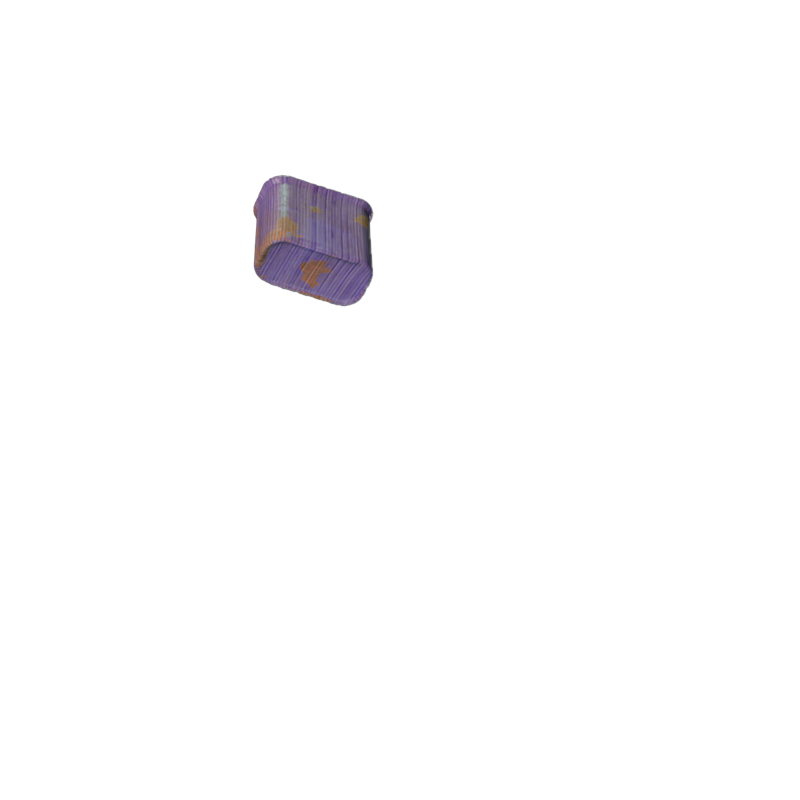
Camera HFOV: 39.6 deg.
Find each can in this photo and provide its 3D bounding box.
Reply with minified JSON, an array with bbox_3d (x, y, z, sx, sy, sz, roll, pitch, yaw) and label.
[{"bbox_3d":[-0.073,-0.133,0.933,0.099,0.090,0.055,16,-49,-16],"label":"can"}]
